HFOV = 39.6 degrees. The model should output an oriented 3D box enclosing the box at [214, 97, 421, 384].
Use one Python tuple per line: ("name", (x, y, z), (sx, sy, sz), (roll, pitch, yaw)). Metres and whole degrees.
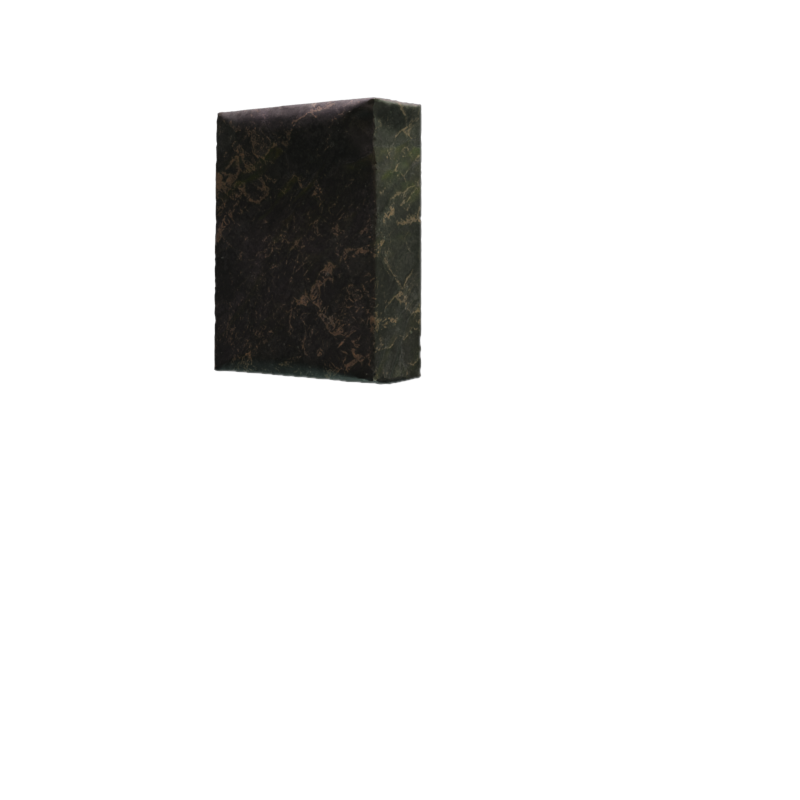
("box", (-0.069, -0.125, 0.876), (0.171, 0.214, 0.069), (2, 2, 36))
